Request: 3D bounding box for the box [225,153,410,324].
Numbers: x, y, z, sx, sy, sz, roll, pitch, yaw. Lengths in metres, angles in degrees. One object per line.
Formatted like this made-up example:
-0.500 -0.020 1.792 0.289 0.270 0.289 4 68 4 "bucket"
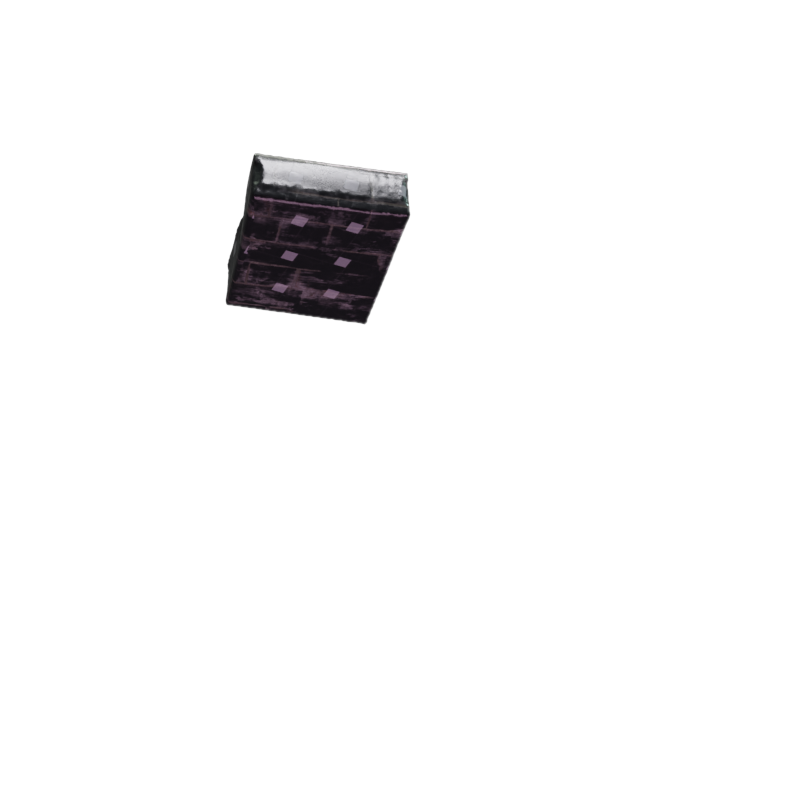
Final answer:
-0.042 -0.076 0.533 0.072 0.032 0.085 7 -35 -11 "box"
